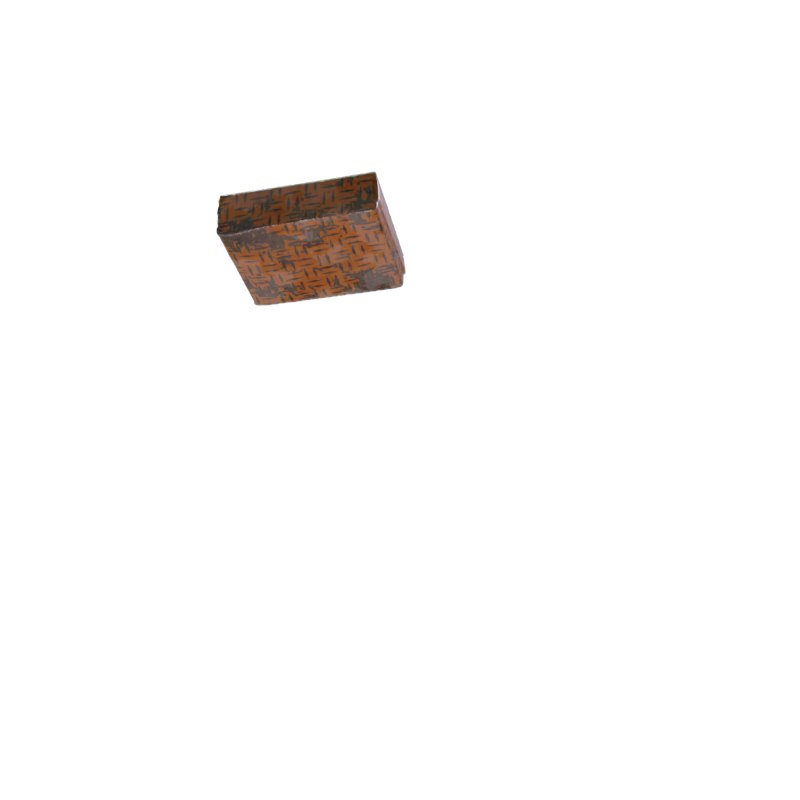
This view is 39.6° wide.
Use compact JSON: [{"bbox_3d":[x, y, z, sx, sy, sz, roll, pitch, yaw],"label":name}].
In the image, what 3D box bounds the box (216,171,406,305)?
[{"bbox_3d":[-0.060,-0.110,0.768,0.115,0.042,0.083,-8,-35,11],"label":"box"}]
